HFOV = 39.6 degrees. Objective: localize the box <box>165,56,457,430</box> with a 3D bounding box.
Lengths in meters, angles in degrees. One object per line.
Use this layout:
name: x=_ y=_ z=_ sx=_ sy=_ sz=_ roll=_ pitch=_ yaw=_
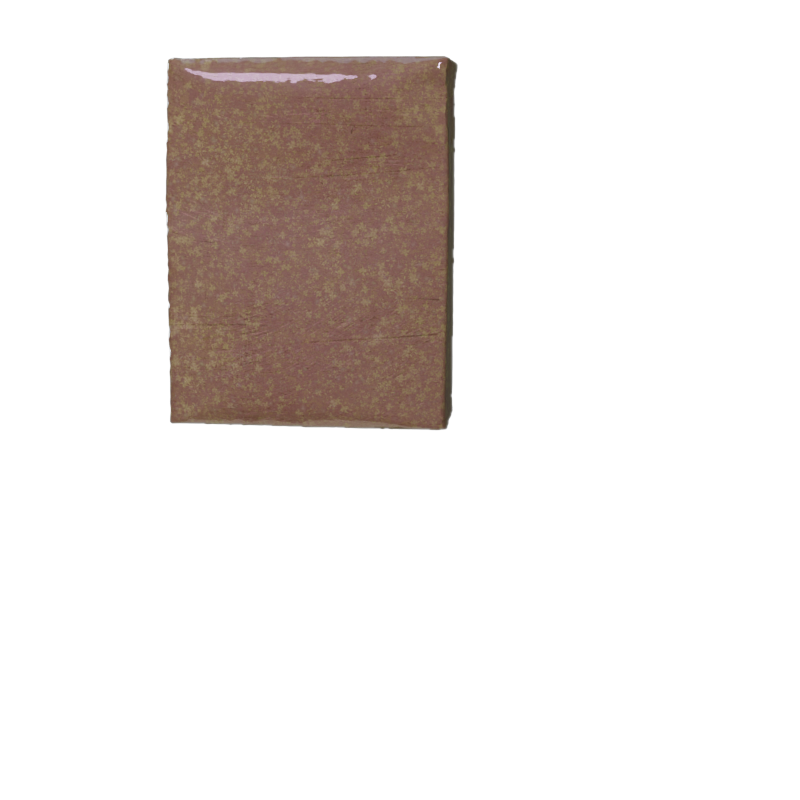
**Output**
box: x=-0.051 y=-0.093 z=0.651 sx=0.166 sy=0.211 sz=0.072 roll=2 pitch=7 yaw=8
